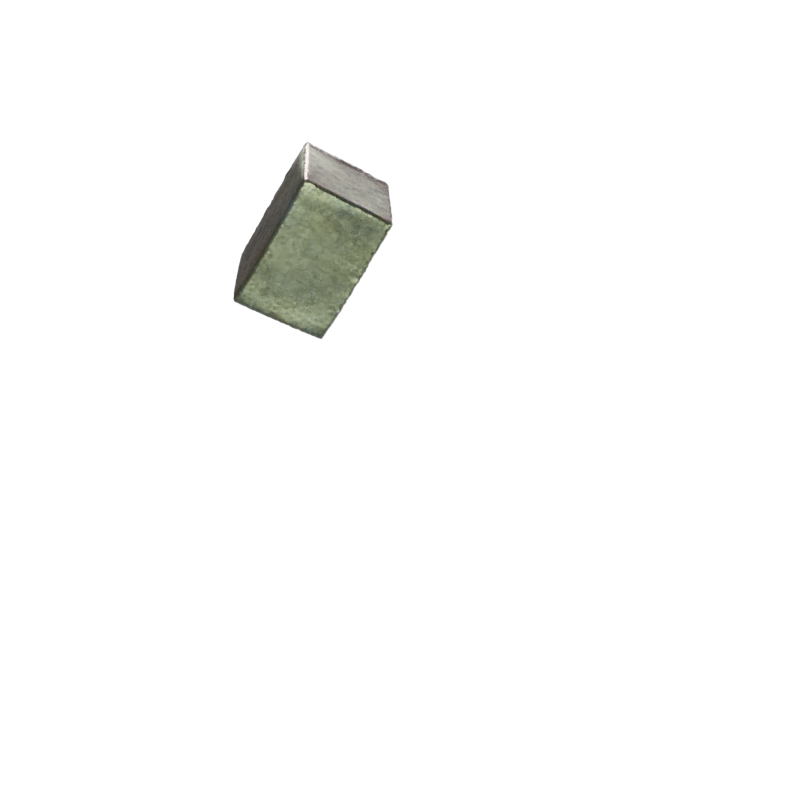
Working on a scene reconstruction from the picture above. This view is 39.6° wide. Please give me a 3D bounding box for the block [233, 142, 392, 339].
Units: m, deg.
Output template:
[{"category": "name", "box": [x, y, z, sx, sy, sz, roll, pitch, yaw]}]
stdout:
[{"category": "block", "box": [-0.045, -0.082, 0.576, 0.051, 0.076, 0.054, 27, 25, -16]}]
